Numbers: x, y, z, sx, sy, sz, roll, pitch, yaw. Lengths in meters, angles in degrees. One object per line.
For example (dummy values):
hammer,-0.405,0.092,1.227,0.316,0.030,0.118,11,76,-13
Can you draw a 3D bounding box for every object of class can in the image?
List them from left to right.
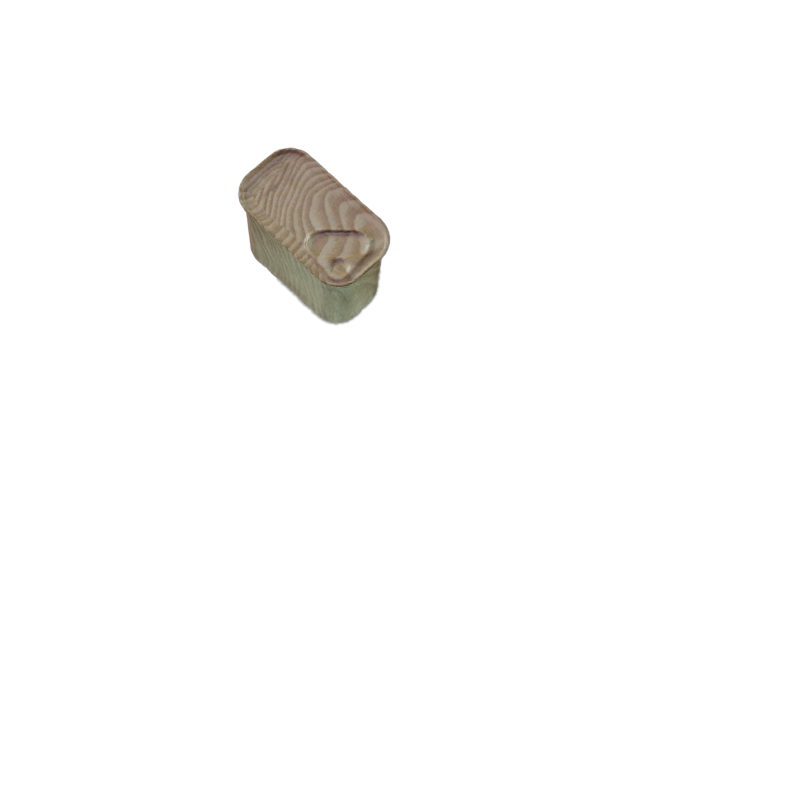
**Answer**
can,-0.058,-0.105,0.738,0.058,0.106,0.080,-43,-14,-15
